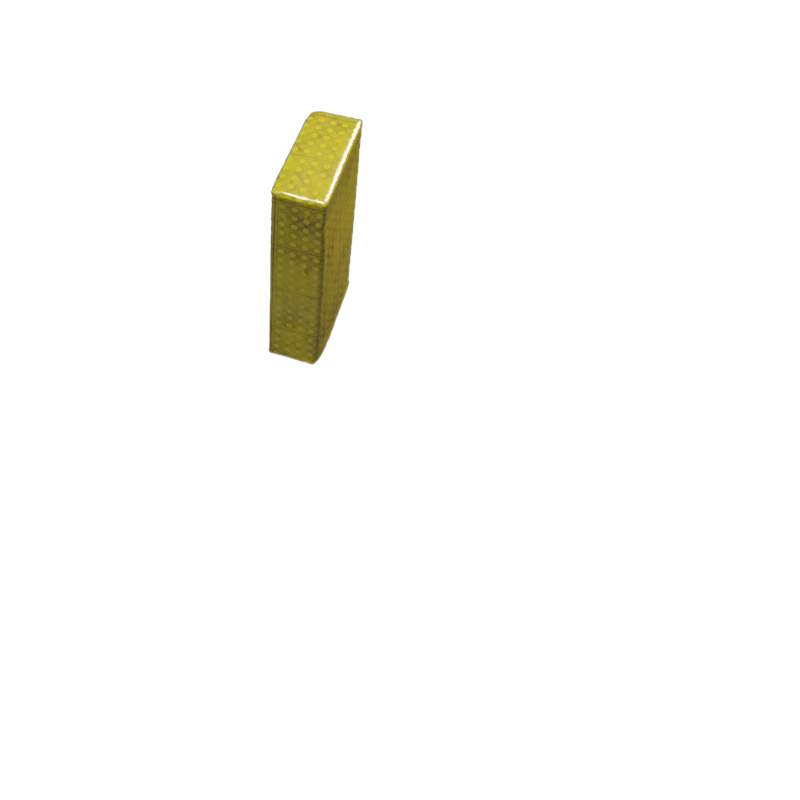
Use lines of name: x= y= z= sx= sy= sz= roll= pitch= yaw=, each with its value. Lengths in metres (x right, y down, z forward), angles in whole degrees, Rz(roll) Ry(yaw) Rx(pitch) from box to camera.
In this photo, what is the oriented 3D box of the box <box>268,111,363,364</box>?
box: x=-0.064 y=-0.116 z=0.813 sx=0.049 sy=0.098 sz=0.164 roll=13 pitch=-39 yaw=7
